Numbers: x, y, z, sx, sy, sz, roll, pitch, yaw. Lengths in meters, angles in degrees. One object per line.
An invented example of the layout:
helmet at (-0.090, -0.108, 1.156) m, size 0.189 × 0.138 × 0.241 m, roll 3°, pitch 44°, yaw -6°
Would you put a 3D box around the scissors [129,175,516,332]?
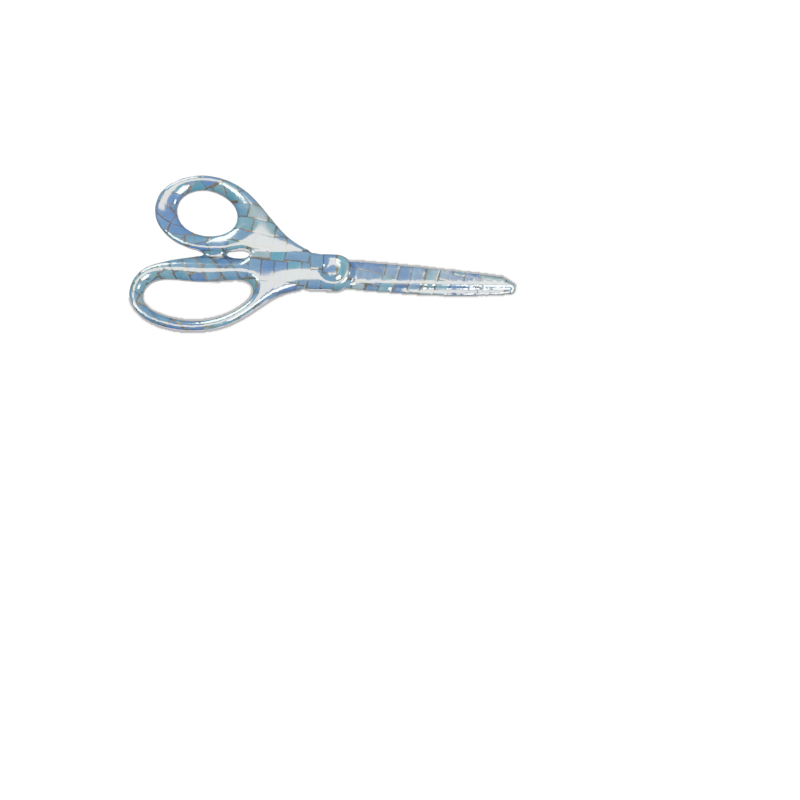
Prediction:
scissors at (-0.047, -0.085, 0.597) m, size 0.201 × 0.101 × 0.015 m, roll -11°, pitch -19°, yaw -4°
